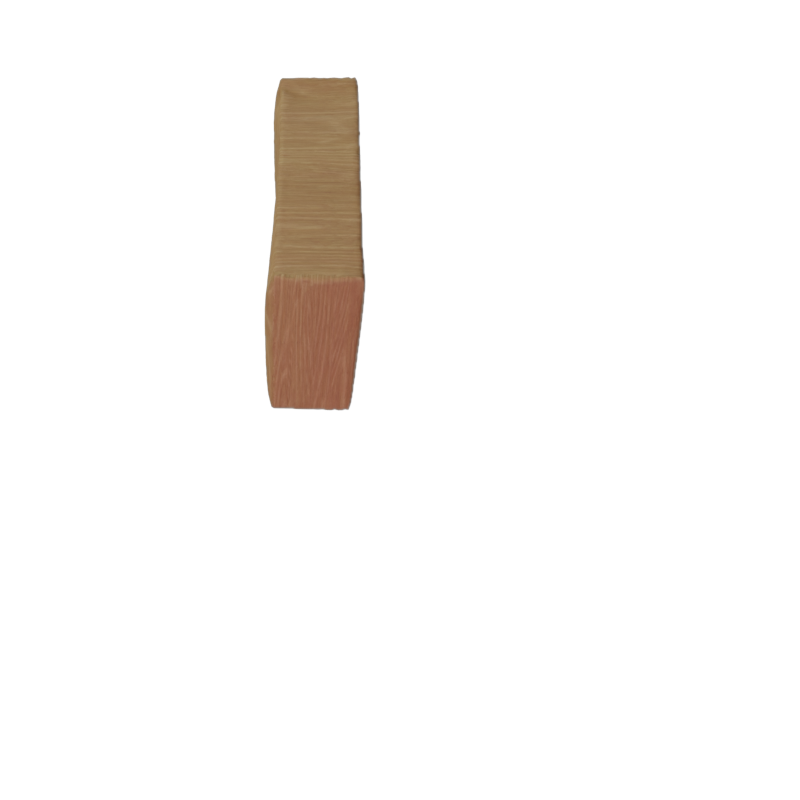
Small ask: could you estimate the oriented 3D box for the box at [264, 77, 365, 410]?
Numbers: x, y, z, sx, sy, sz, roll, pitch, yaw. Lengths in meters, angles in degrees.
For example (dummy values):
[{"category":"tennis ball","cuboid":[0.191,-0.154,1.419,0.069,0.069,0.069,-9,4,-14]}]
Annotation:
[{"category":"box","cuboid":[-0.069,-0.125,0.878,0.071,0.229,0.154,1,-38,-5]}]
